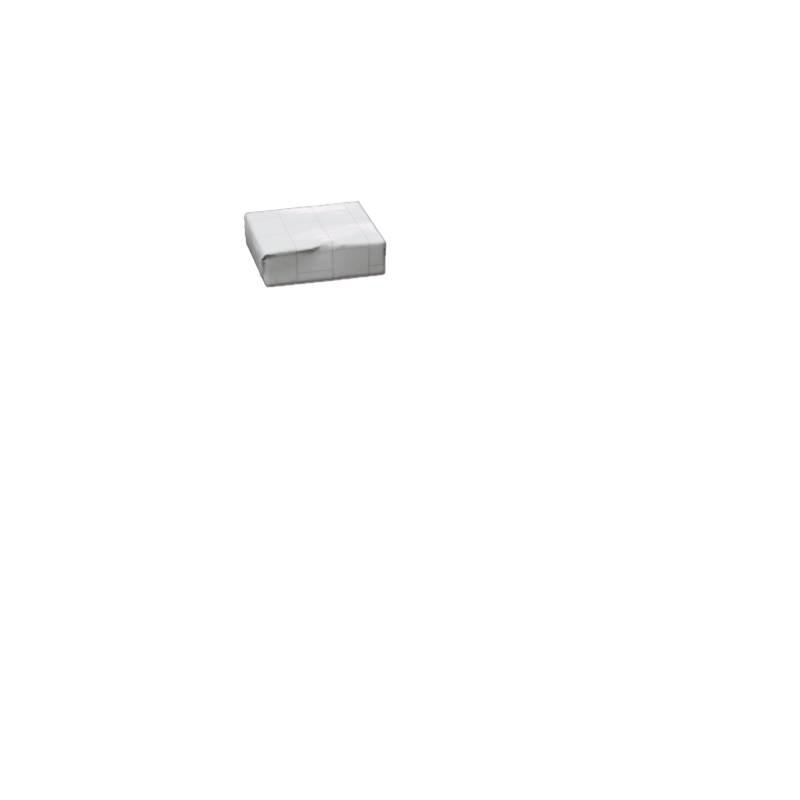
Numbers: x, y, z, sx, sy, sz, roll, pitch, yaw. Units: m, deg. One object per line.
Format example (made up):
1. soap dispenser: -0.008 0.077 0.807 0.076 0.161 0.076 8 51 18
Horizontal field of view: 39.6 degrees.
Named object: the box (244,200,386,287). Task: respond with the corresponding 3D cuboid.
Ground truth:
1. box: -0.062 -0.113 0.791 0.088 0.028 0.078 -8 32 -13
